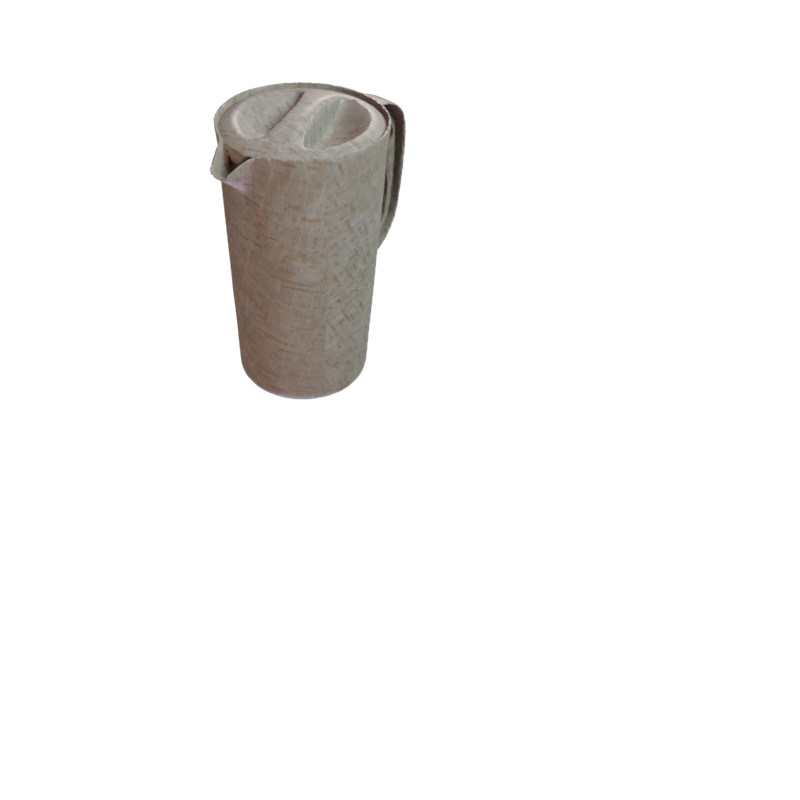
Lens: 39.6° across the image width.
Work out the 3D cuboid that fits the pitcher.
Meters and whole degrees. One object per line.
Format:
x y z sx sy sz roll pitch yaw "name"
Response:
-0.070 -0.128 0.898 0.149 0.227 0.155 1 36 -2 "pitcher"
